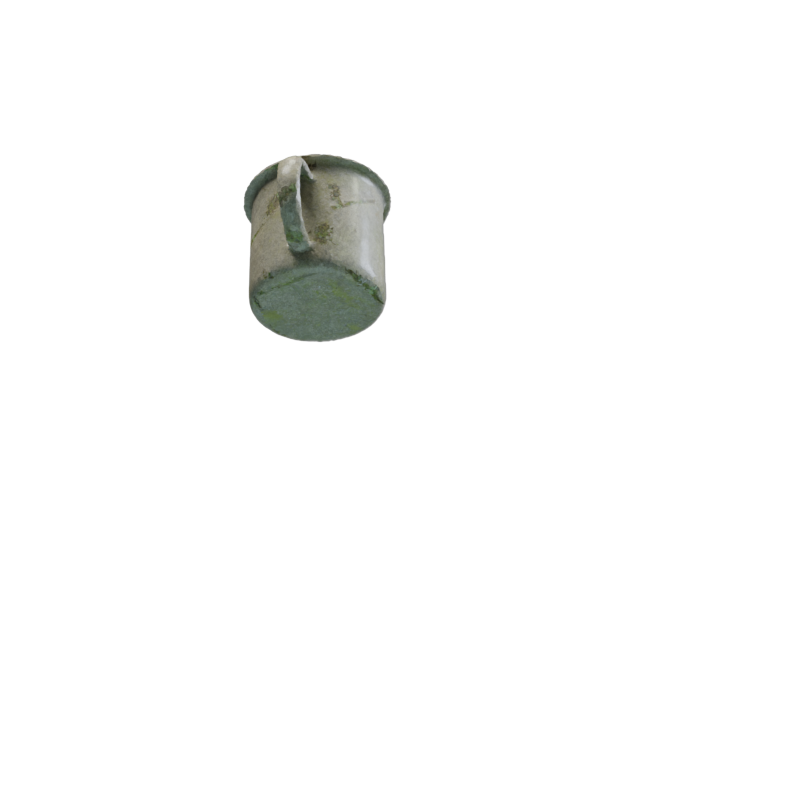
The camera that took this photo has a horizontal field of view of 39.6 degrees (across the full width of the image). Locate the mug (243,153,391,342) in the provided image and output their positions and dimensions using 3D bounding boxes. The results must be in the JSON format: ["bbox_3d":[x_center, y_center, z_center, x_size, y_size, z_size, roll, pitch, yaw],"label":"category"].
[{"bbox_3d":[-0.052,-0.095,0.666,0.094,0.087,0.108,-6,-34,7],"label":"mug"}]
